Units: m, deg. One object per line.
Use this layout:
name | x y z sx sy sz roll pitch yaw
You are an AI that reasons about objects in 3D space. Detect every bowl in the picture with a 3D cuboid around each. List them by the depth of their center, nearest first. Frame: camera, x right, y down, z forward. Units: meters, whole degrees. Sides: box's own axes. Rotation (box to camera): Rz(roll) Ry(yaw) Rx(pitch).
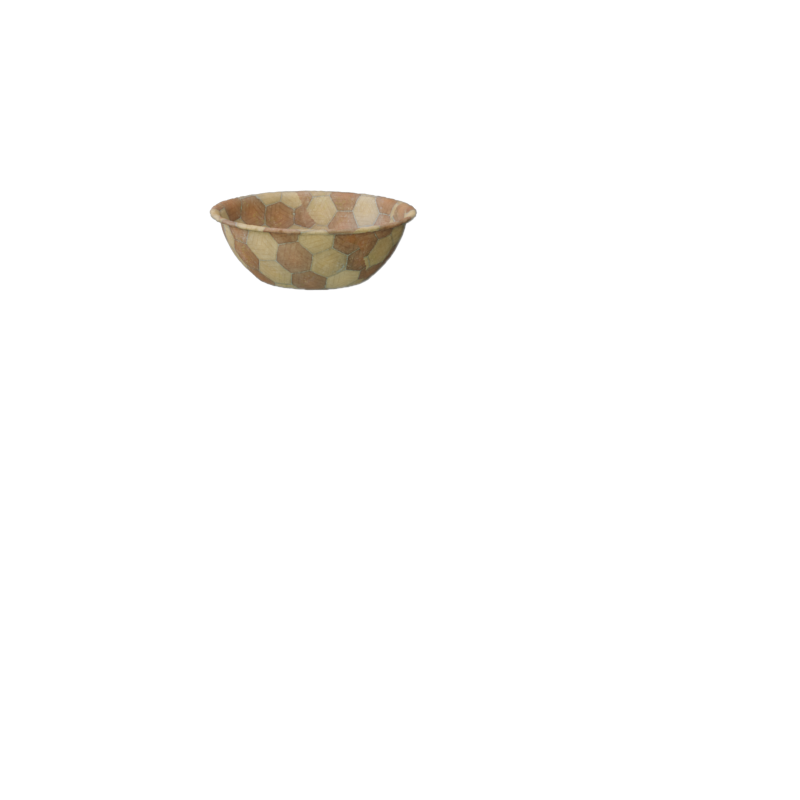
bowl | -0.068 -0.125 0.872 0.162 0.053 0.169 -1 20 -2
